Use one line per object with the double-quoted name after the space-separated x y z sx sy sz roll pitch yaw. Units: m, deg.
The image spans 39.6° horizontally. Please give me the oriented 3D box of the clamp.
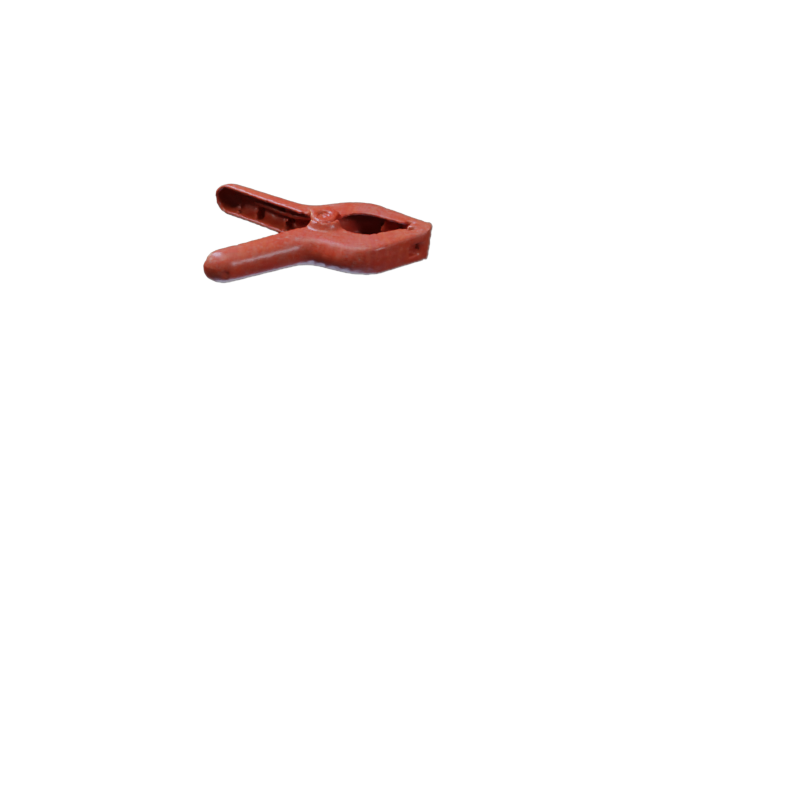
-0.064 -0.117 0.818 0.173 0.037 0.127 5 41 6 "clamp"
